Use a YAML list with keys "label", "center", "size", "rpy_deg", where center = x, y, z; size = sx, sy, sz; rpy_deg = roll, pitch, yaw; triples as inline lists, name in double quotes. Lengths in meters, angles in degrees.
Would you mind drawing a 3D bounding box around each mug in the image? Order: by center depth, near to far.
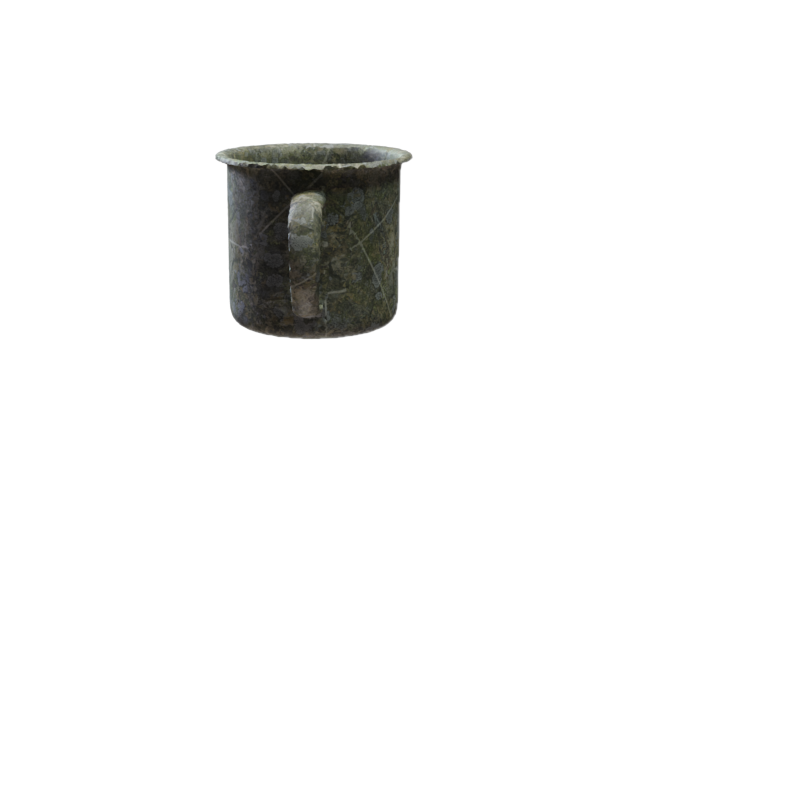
- label: "mug"
  center: [-0.041, -0.074, 0.520]
  size: [0.093, 0.079, 0.121]
  rpy_deg: [0, 16, -2]
